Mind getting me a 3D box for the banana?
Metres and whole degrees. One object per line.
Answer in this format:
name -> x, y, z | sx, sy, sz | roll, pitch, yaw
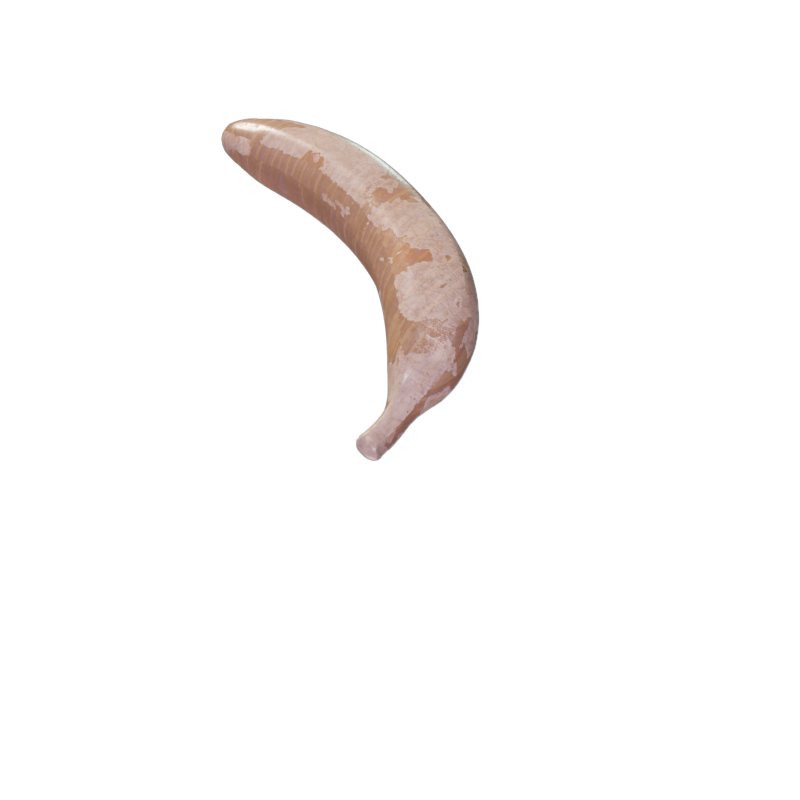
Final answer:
banana -> -0.017, -0.066, 0.454 | 0.069, 0.034, 0.214 | -14, 46, -14
